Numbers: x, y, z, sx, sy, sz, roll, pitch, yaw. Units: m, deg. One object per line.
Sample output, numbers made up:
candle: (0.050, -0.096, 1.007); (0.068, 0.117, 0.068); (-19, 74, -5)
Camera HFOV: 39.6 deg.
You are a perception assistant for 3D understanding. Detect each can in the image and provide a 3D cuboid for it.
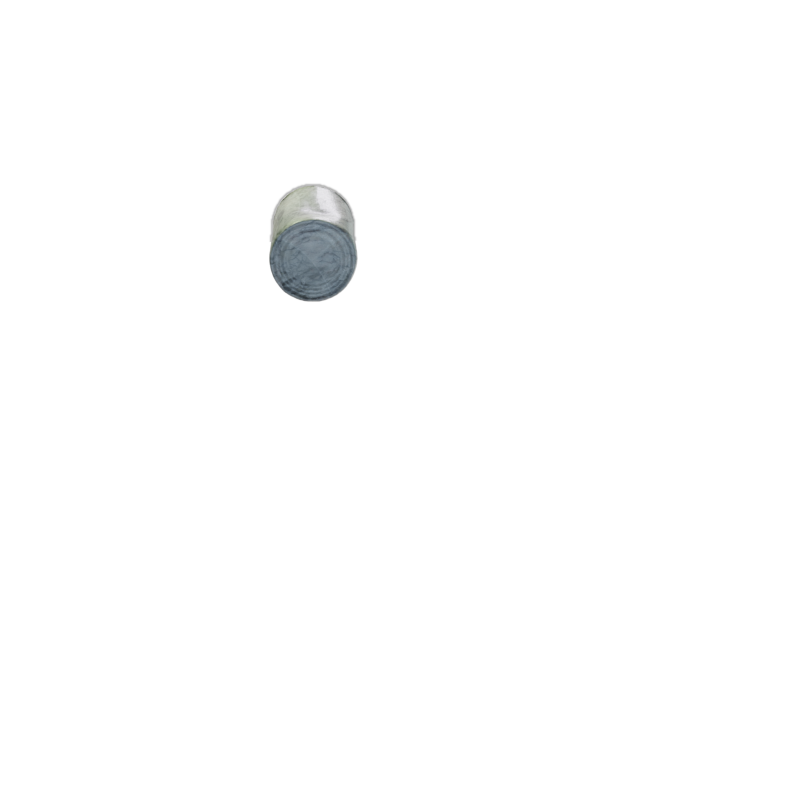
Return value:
can: (-0.069, -0.125, 0.877); (0.068, 0.066, 0.107); (0, 22, -3)
